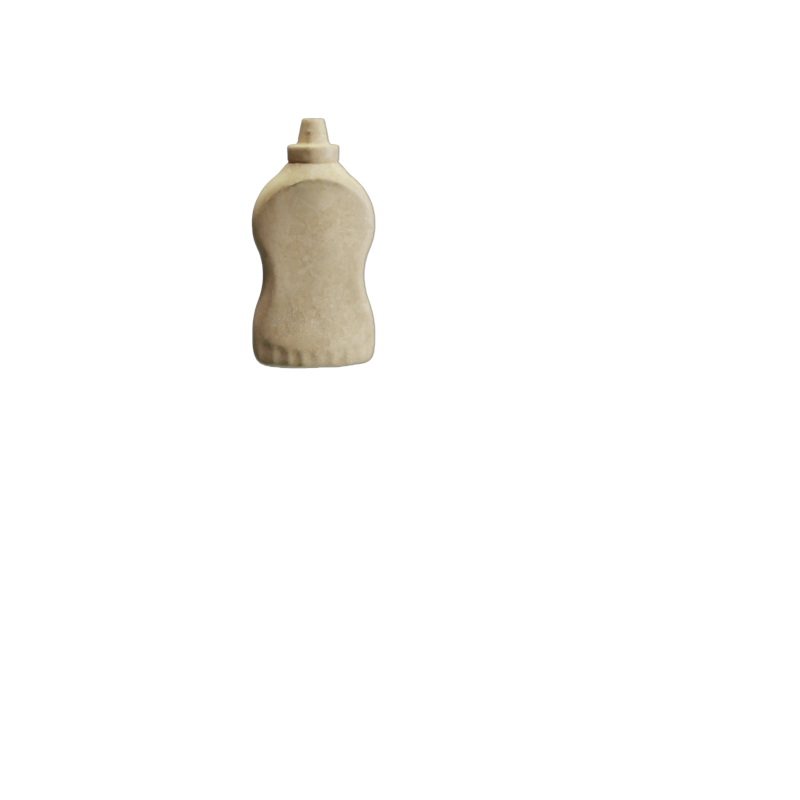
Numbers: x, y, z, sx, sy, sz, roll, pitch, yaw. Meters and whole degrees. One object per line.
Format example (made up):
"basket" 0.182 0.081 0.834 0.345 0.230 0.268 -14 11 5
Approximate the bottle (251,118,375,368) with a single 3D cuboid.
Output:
"bottle" -0.068 -0.124 0.867 0.095 0.188 0.060 -1 9 -7
